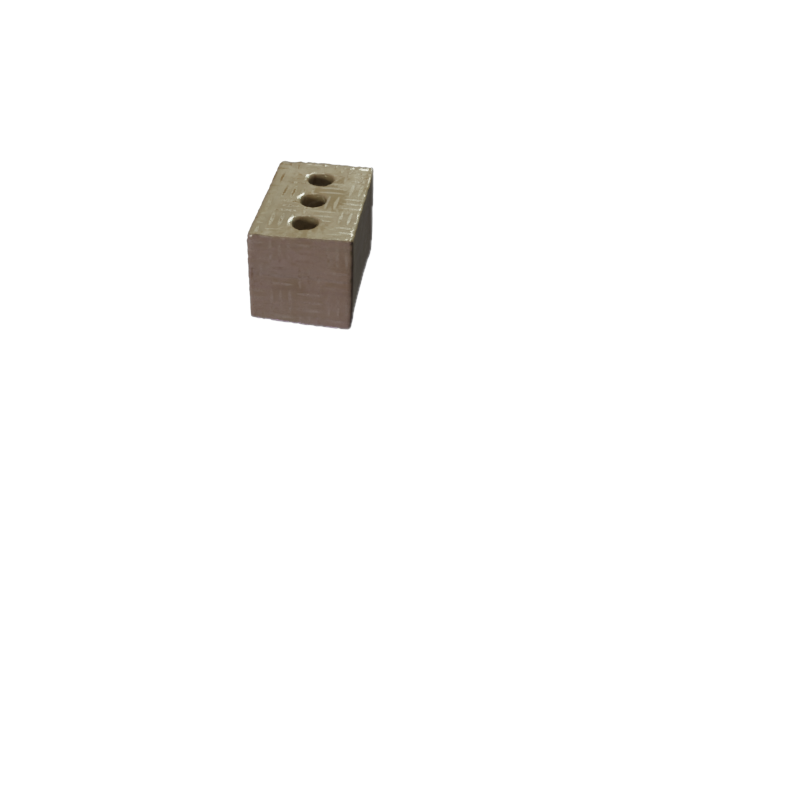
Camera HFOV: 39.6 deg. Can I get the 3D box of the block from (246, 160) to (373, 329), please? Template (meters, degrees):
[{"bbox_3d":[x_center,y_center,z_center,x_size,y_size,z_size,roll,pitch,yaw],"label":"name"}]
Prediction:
[{"bbox_3d":[-0.045,-0.081,0.570,0.053,0.048,0.082,5,37,5],"label":"block"}]
